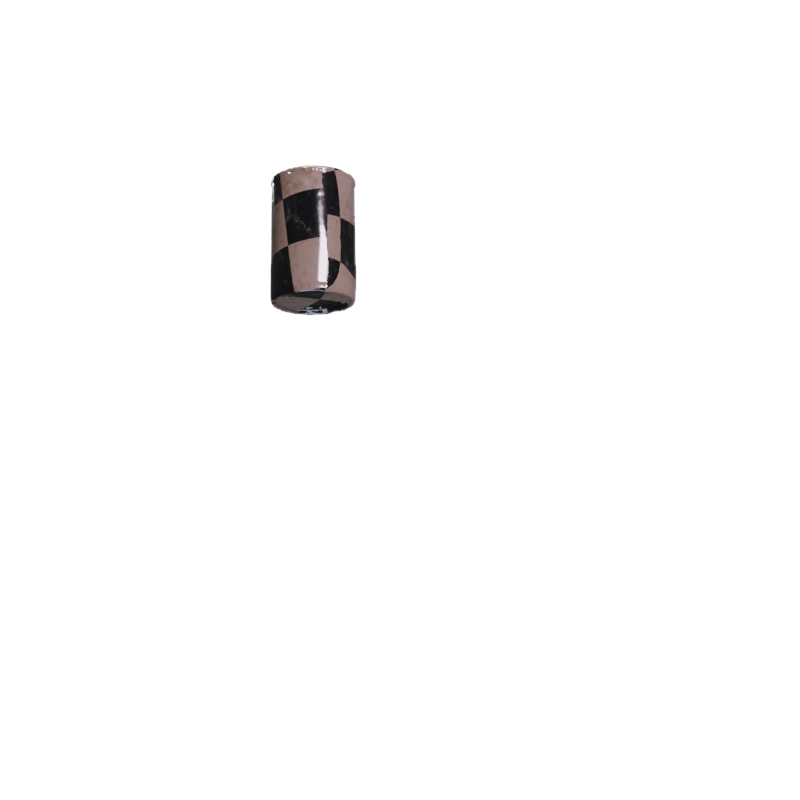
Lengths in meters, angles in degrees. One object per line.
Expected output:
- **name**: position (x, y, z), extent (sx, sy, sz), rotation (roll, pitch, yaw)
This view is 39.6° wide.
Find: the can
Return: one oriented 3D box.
- **can**: position (-0.069, -0.125, 0.875), extent (0.068, 0.107, 0.066), rotation (0, -18, -2)
